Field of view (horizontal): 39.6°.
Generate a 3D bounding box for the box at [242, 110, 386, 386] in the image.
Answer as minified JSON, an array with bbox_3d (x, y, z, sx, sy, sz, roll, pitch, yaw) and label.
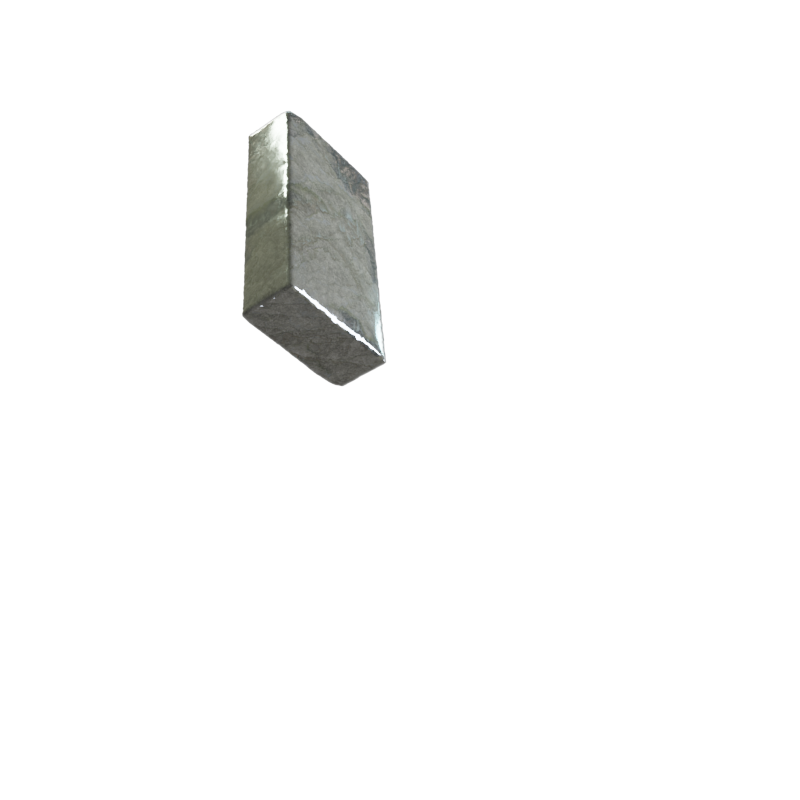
[{"bbox_3d":[-0.057,-0.104,0.726,0.048,0.189,0.087,-30,-48,27],"label":"box"}]
